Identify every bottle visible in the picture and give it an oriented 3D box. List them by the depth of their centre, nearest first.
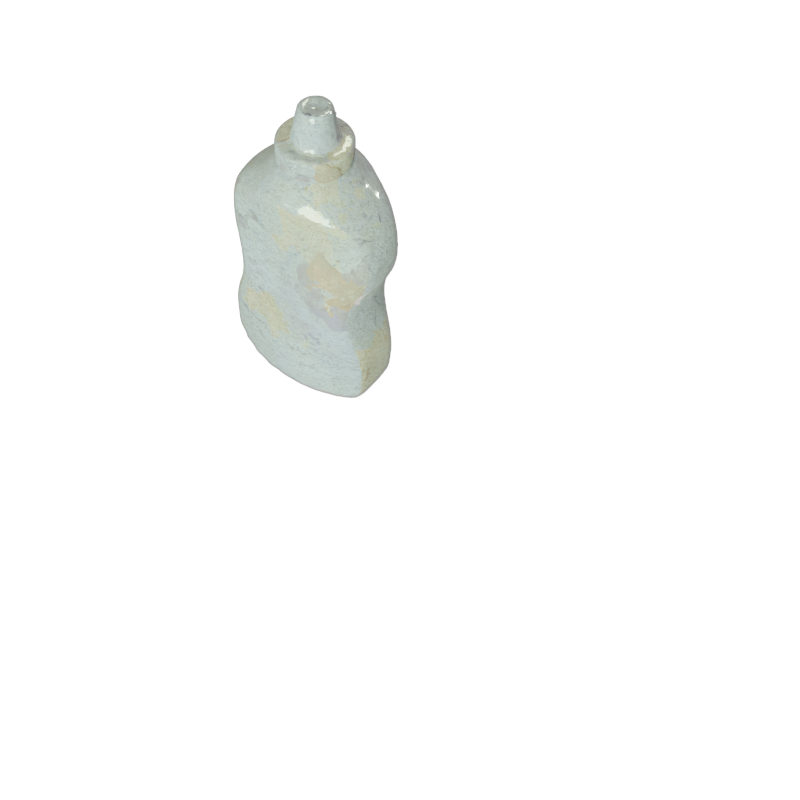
[{"bbox_3d":[-0.047,-0.087,0.605,0.101,0.179,0.059,35,58,22],"label":"bottle"}]
